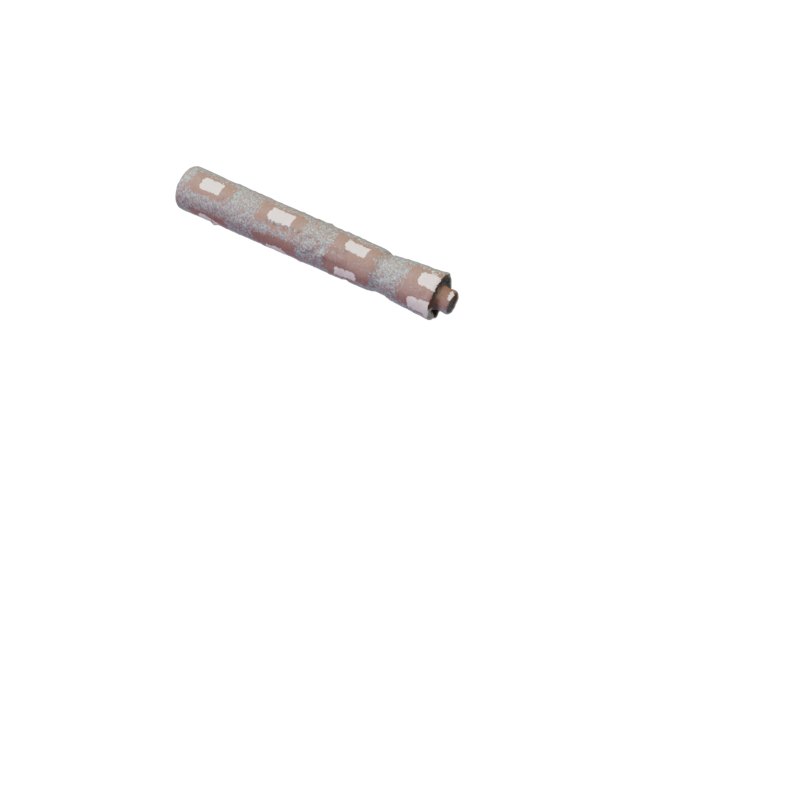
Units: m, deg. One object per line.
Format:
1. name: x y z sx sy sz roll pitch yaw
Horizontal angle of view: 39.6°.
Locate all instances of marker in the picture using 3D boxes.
1. marker: -0.033 -0.061 0.425 0.127 0.019 0.019 26 14 23
